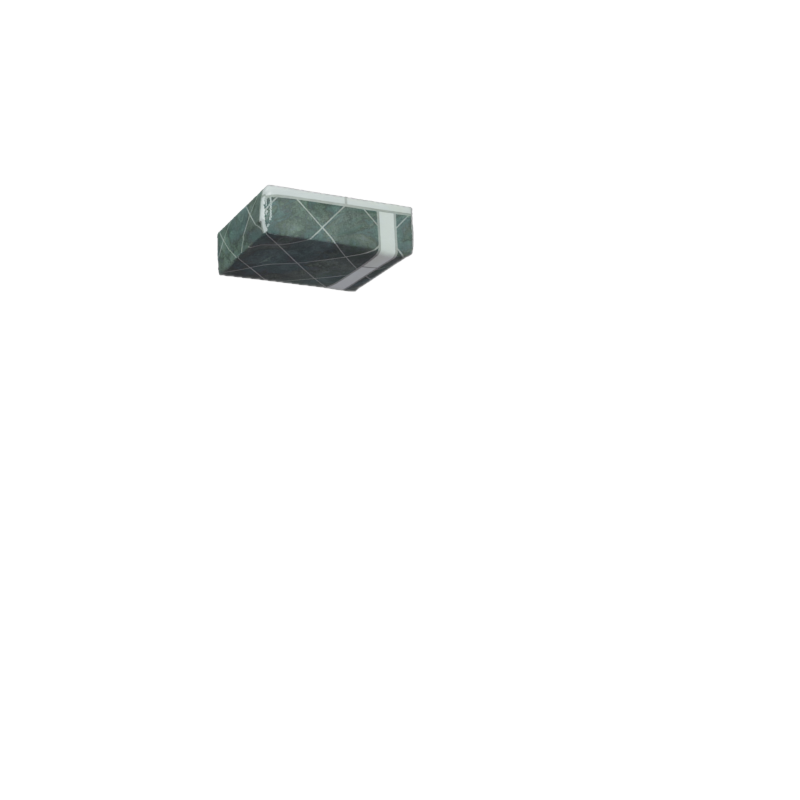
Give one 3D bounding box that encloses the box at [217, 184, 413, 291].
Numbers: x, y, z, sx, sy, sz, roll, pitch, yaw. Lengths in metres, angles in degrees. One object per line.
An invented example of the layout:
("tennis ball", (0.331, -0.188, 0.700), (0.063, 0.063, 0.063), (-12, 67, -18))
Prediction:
("box", (-0.060, -0.110, 0.770), (0.109, 0.041, 0.089), (7, -17, -27))
